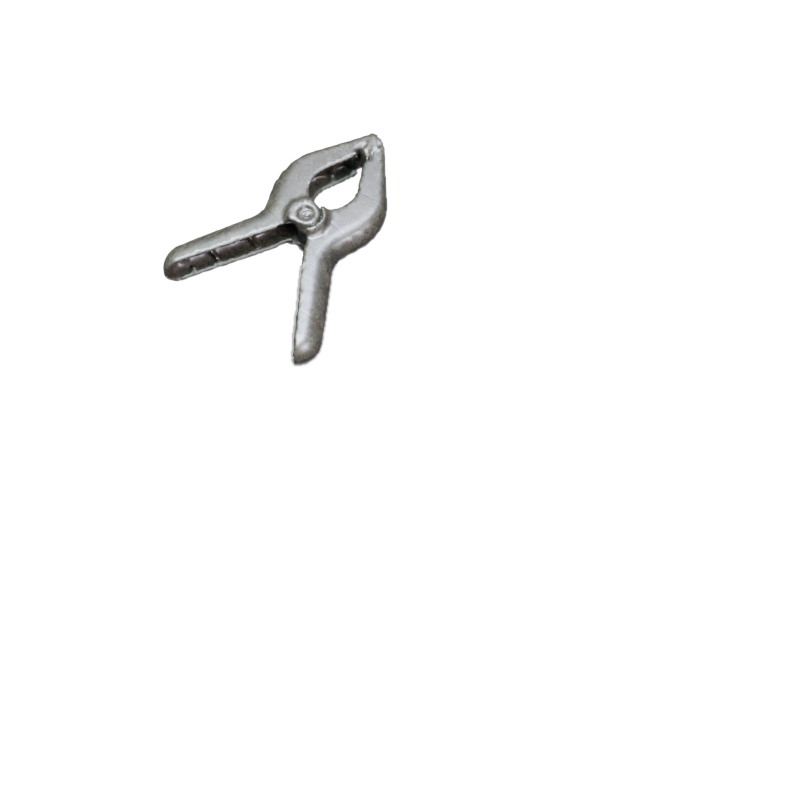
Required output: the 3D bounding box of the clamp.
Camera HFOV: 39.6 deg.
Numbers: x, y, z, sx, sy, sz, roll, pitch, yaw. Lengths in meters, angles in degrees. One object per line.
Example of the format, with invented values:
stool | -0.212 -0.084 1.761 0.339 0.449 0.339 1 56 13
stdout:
clamp | -0.057 -0.104 0.731 0.125 0.173 0.037 42 -18 16
